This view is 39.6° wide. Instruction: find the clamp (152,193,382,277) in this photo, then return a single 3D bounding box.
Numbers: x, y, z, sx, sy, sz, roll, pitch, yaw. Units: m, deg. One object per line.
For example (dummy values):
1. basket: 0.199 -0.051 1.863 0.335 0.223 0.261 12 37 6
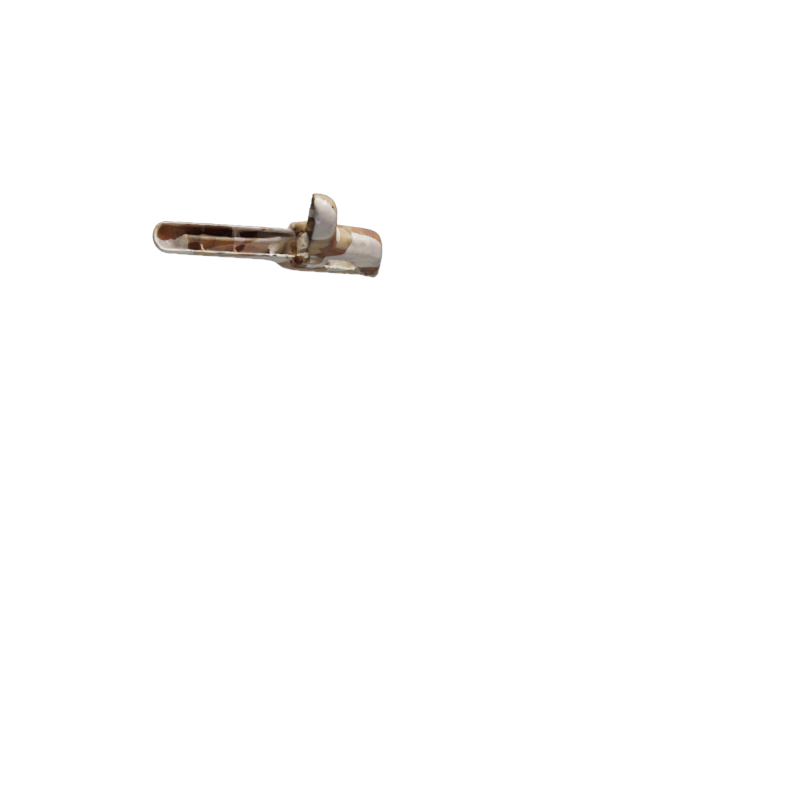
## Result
1. clamp: -0.070 -0.128 0.894 0.169 0.037 0.200 -3 -5 39
